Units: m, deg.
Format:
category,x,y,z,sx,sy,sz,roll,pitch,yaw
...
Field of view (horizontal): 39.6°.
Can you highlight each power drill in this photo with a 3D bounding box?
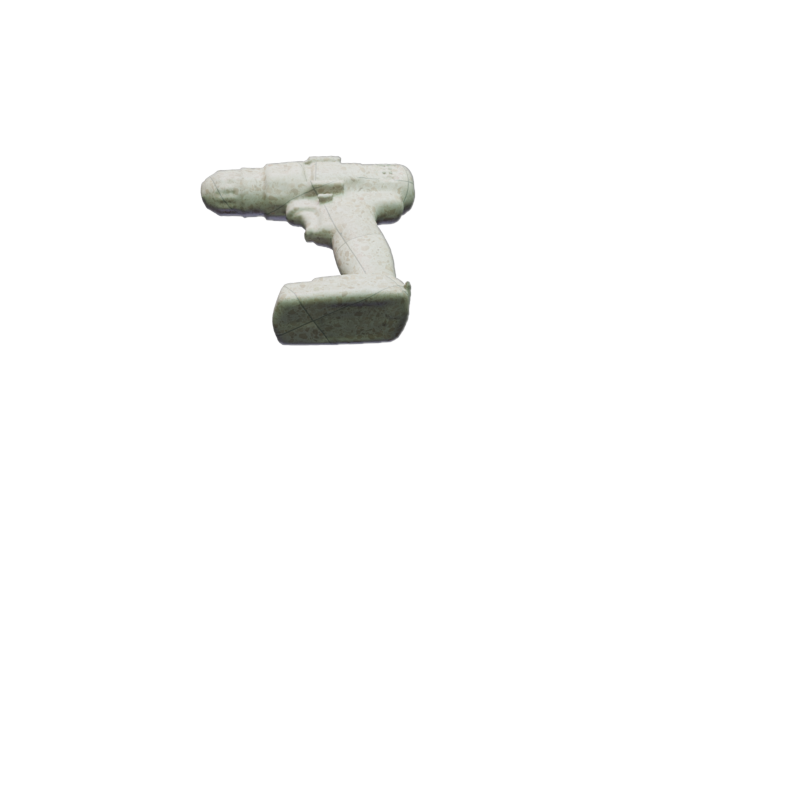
category,x,y,z,sx,sy,sz,roll,pitch,yaw
power drill,-0.071,-0.129,0.906,0.183,0.202,0.053,-4,-43,-4
